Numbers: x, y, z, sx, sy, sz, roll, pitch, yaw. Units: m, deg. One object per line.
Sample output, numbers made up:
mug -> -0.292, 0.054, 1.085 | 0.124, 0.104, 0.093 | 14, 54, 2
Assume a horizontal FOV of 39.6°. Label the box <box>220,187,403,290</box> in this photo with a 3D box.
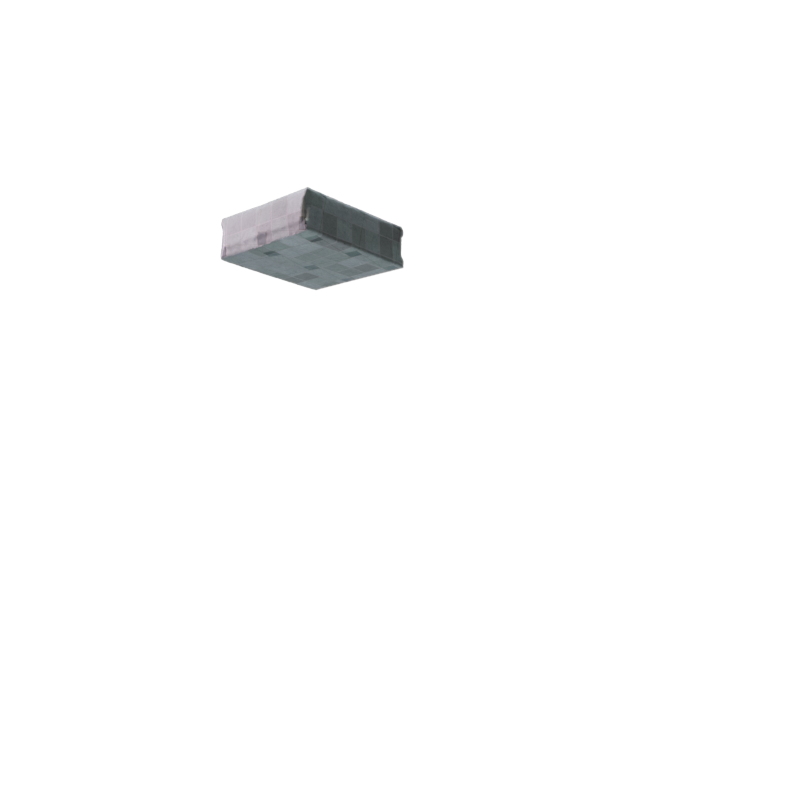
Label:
box -> -0.053, -0.096, 0.674 | 0.074, 0.031, 0.084 | -12, -17, 40
